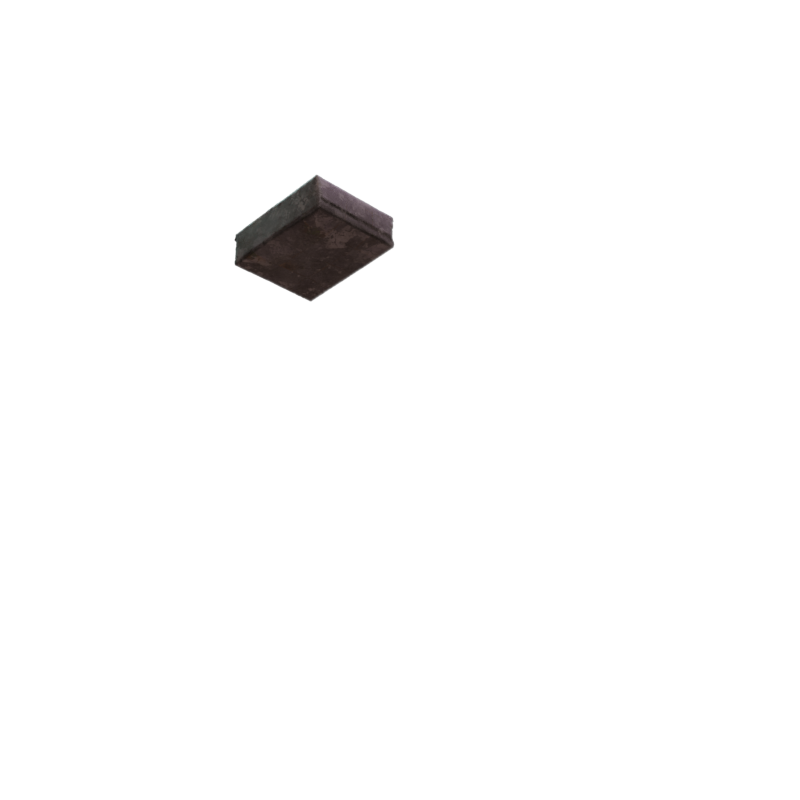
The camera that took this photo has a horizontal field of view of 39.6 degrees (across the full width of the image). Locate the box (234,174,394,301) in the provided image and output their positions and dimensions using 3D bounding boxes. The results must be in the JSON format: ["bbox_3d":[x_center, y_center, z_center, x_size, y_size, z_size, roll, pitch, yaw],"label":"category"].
[{"bbox_3d":[-0.075,-0.137,0.958,0.084,0.041,0.113,25,-38,-37],"label":"box"}]
